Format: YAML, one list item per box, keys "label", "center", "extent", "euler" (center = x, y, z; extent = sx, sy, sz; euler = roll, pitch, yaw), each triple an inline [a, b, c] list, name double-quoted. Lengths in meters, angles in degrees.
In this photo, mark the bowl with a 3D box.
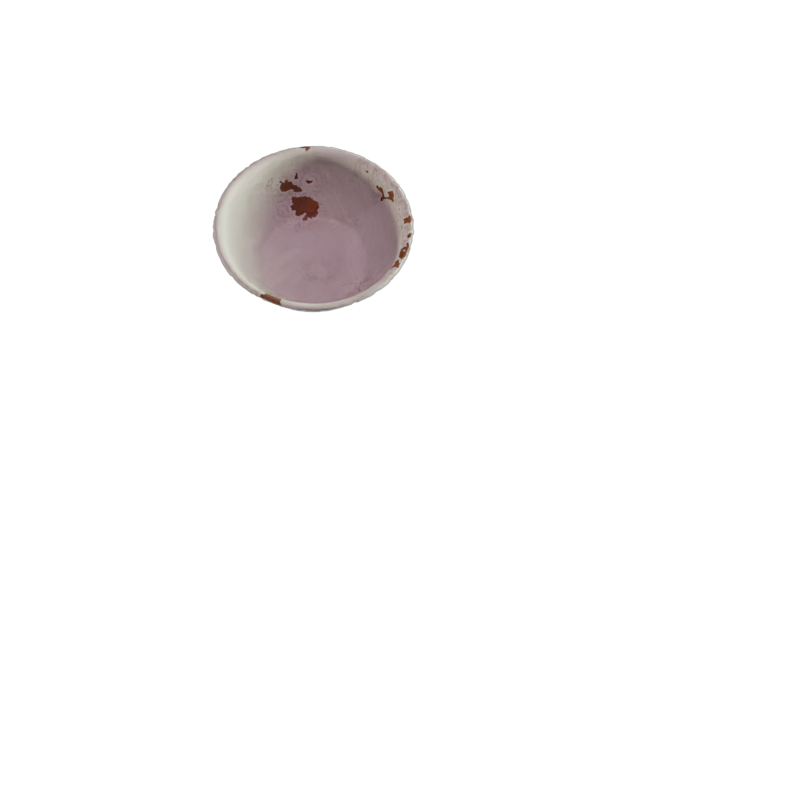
- label: "bowl"
  center: [-0.071, -0.130, 0.912]
  extent: [0.162, 0.173, 0.052]
  euler: [-1, -32, -1]
